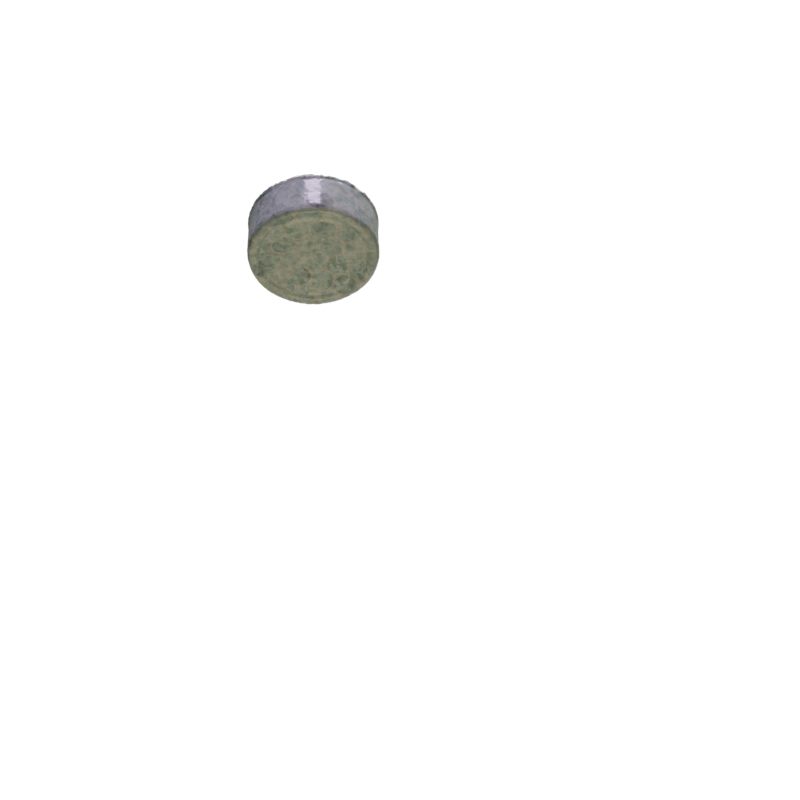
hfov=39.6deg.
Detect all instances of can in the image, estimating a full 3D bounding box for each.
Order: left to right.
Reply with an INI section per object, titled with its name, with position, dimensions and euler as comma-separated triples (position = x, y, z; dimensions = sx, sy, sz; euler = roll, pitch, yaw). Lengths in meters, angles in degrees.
[can]
position = -0.056, -0.102, 0.715
dimensions = 0.086, 0.036, 0.080
euler = 1, -44, -1
